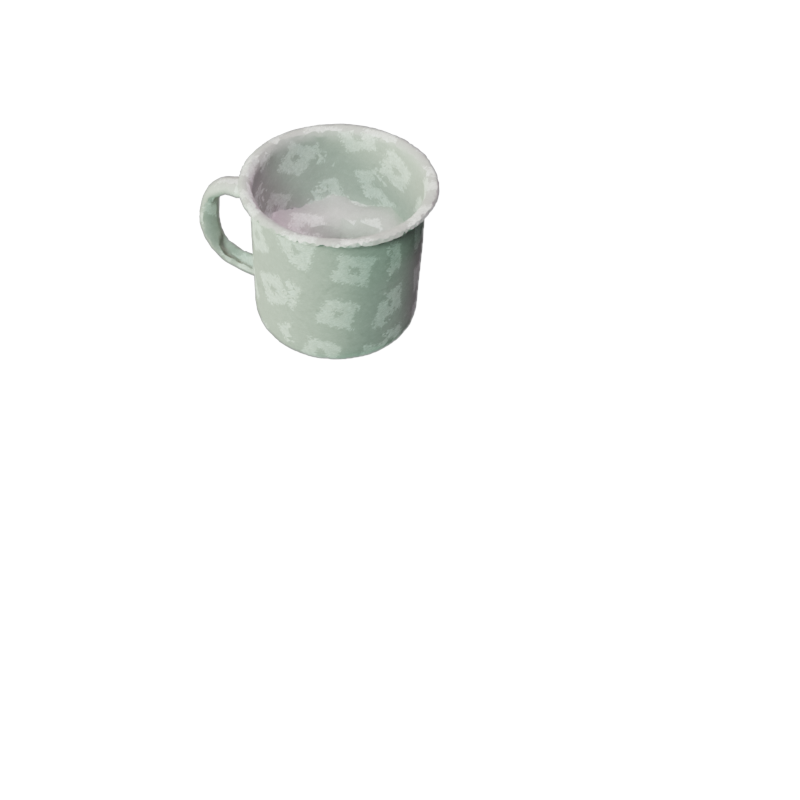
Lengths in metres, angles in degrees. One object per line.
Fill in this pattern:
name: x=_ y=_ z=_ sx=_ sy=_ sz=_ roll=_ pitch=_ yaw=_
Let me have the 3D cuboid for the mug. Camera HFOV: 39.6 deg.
mug: x=-0.042 y=-0.077 z=0.539 sx=0.119 sy=0.076 sz=0.098 roll=11 pitch=45 yaw=10
